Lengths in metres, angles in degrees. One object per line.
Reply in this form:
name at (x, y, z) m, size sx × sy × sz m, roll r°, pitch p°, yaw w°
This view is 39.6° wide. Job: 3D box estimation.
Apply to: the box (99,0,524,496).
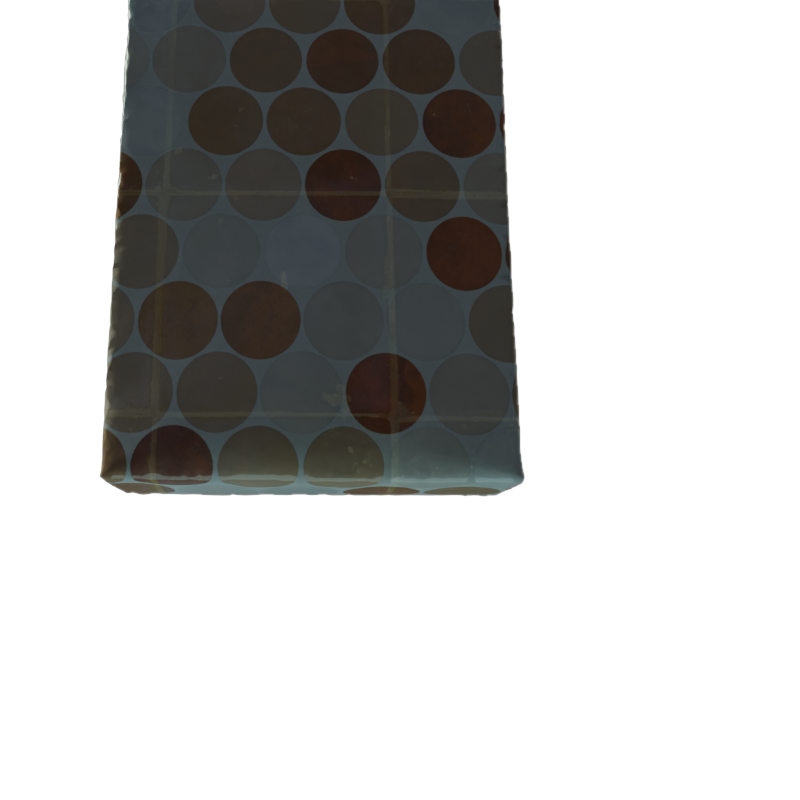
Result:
box at (-0.038, -0.069, 0.480) m, size 0.164 × 0.223 × 0.069 m, roll 0°, pitch -17°, yaw -2°
